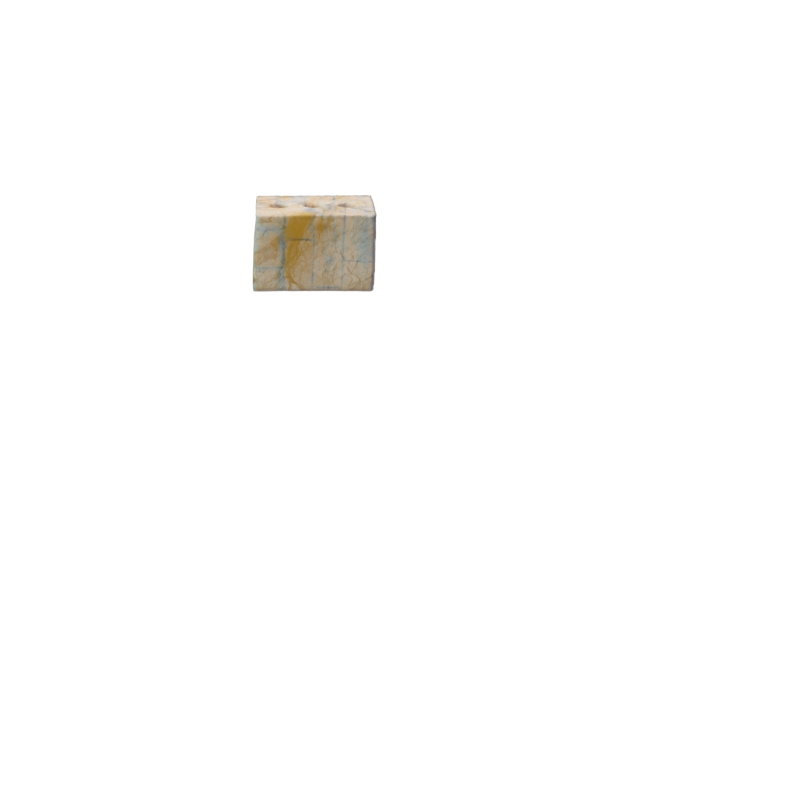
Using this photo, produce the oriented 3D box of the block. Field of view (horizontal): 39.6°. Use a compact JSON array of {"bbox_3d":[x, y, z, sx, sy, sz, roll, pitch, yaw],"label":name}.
[{"bbox_3d":[-0.056,-0.102,0.717,0.078,0.049,0.055,-1,22,-3],"label":"block"}]
